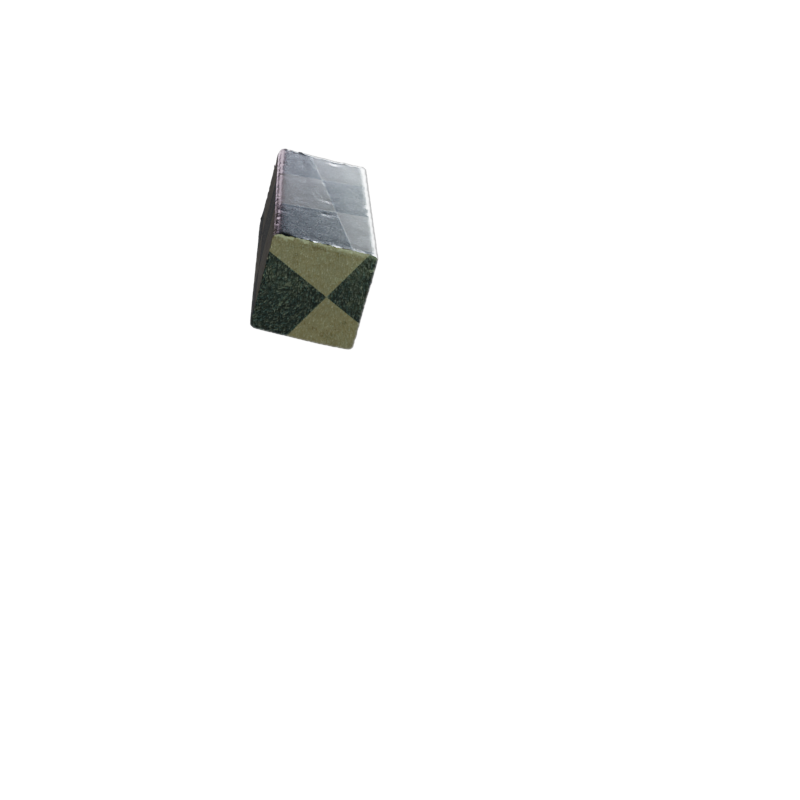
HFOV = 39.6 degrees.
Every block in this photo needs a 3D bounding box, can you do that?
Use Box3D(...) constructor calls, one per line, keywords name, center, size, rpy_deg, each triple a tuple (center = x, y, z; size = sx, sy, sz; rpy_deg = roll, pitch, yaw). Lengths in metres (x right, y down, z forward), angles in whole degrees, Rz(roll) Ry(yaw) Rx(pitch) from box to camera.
Box3D(name="block", center=(-0.078, -0.142, 0.992), size=(0.089, 0.087, 0.219), rpy_deg=(12, 28, -10))
